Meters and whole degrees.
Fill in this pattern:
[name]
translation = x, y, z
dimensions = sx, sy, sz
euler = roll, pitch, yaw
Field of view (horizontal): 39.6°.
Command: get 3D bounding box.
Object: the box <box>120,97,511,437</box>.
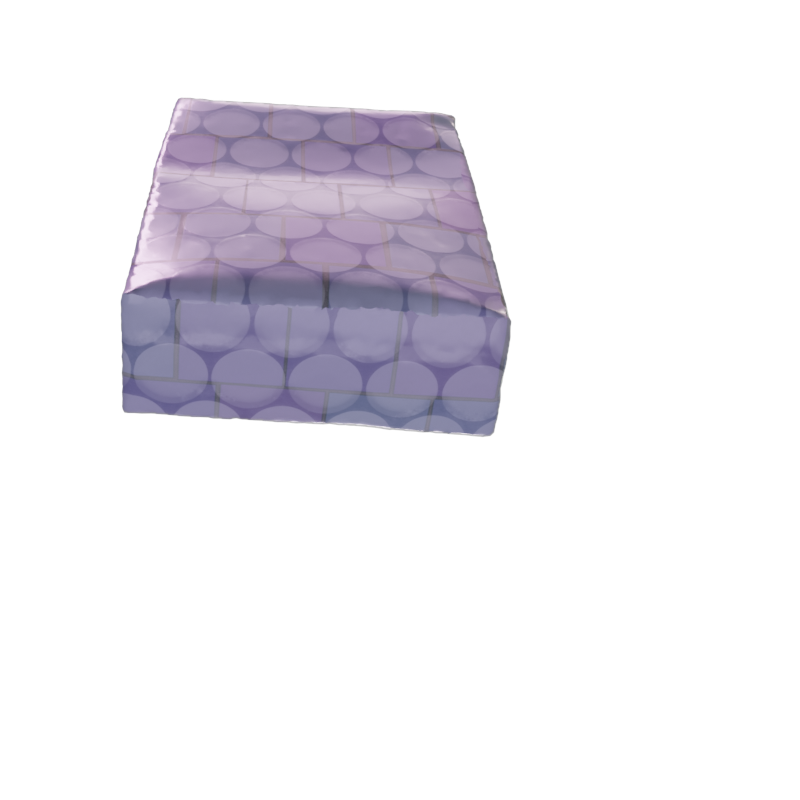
[box]
translation = -0.043, -0.079, 0.554
dimensions = 0.163, 0.068, 0.228
euler = 2, 35, -5
